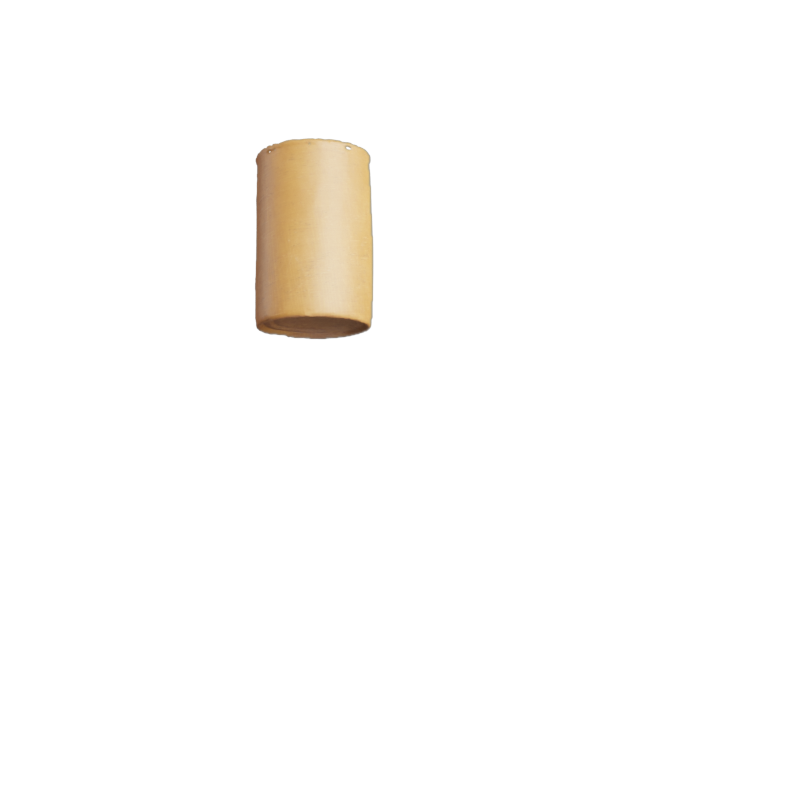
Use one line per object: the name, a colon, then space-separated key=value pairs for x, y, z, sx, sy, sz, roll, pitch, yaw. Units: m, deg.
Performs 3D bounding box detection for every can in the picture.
can: x=-0.050 y=-0.091 z=0.640 sx=0.068 sy=0.106 sz=0.066 roll=0 pitch=-13 yaw=-2
